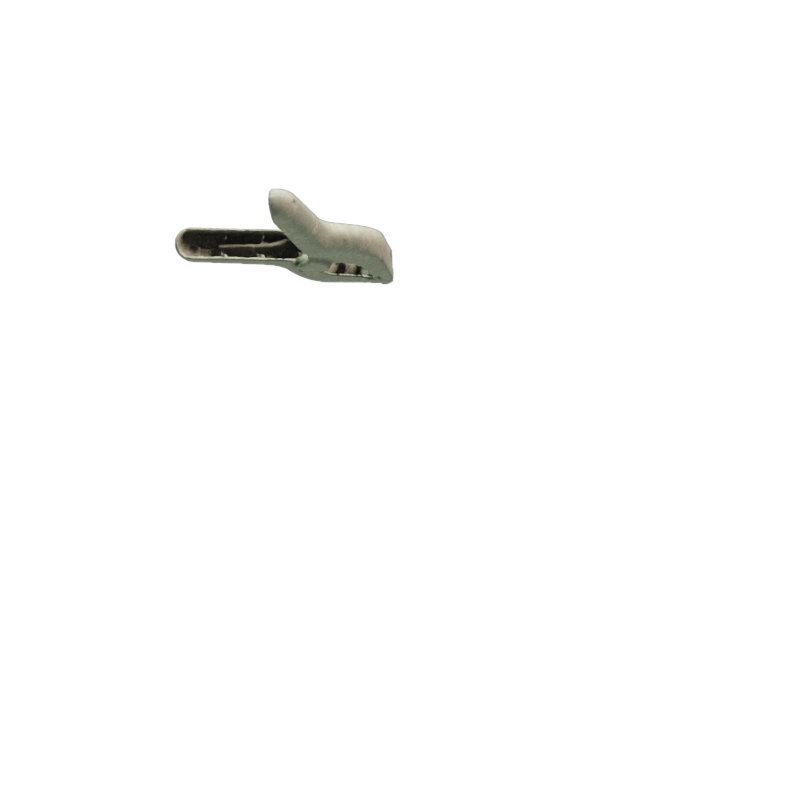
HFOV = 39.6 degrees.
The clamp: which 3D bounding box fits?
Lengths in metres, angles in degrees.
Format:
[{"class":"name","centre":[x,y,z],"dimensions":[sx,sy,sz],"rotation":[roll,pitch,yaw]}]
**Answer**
[{"class":"clamp","centre":[-0.063,-0.115,0.802],"dimensions":[0.164,0.040,0.123],"rotation":[3,-6,-34]}]
